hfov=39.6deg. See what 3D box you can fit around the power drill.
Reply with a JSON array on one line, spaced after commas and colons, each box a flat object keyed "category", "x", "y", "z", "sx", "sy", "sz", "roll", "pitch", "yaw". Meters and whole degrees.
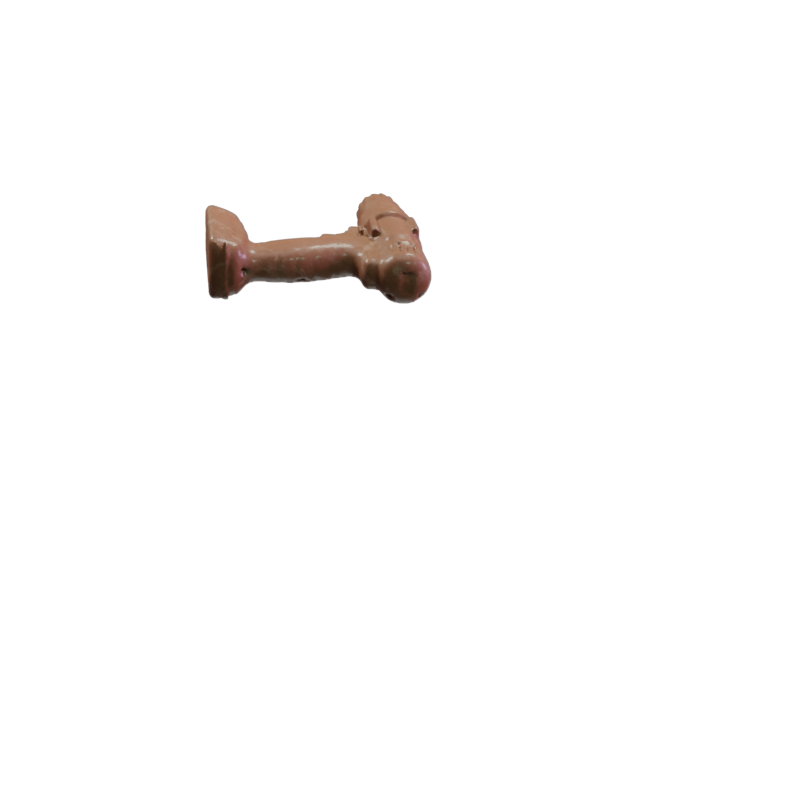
[{"category": "power drill", "x": -0.076, "y": -0.138, "z": 0.966, "sx": 0.186, "sy": 0.055, "sz": 0.196, "roll": -3, "pitch": 26, "yaw": -7}]
